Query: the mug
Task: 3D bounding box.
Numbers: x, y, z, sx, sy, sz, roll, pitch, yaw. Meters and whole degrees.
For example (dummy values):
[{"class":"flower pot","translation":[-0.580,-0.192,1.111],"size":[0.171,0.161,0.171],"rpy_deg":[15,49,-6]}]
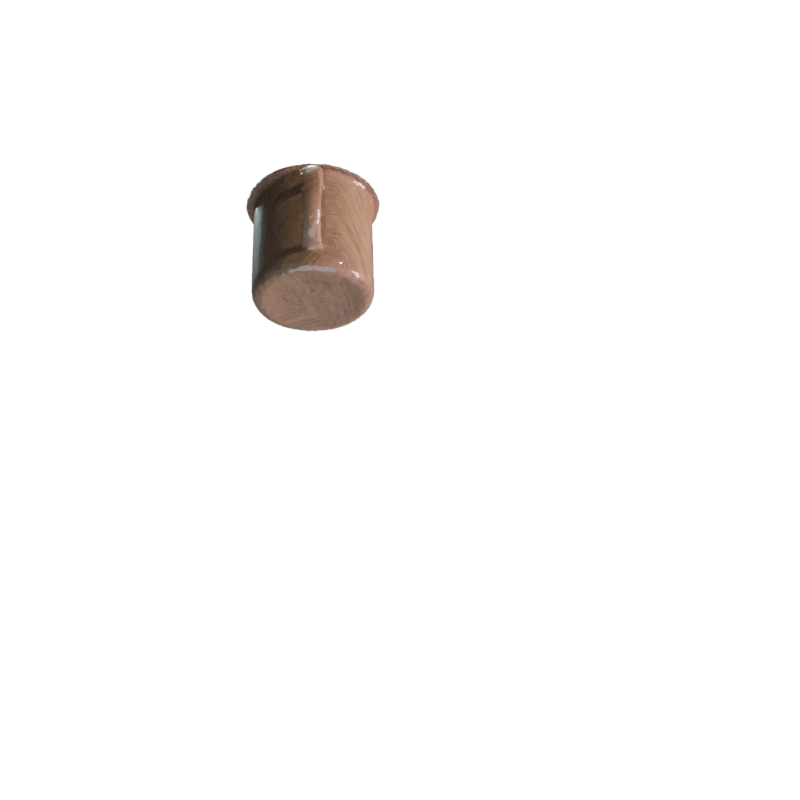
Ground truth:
[{"class":"mug","translation":[-0.058,-0.106,0.745],"size":[0.093,0.087,0.110],"rpy_deg":[1,-33,-4]}]
